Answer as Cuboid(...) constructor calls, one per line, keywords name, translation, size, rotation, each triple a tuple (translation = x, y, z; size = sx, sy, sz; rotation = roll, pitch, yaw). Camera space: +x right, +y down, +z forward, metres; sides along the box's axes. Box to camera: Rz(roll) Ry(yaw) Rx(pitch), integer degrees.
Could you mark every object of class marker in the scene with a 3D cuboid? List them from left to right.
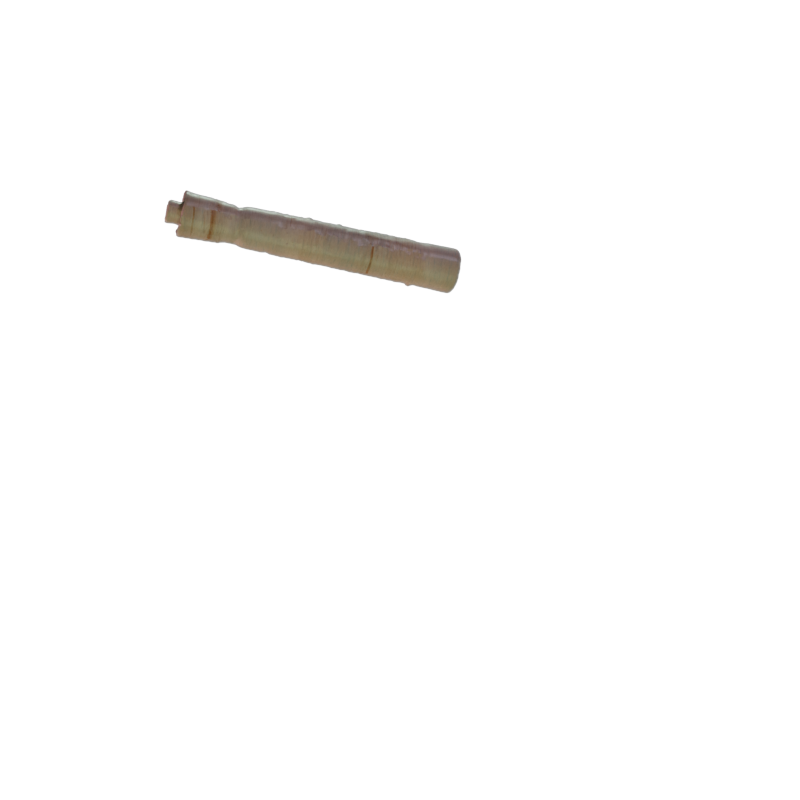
Cuboid(name="marker", translation=(-0.035, -0.064, 0.450), size=(0.119, 0.020, 0.020), rotation=(11, 2, -10))
